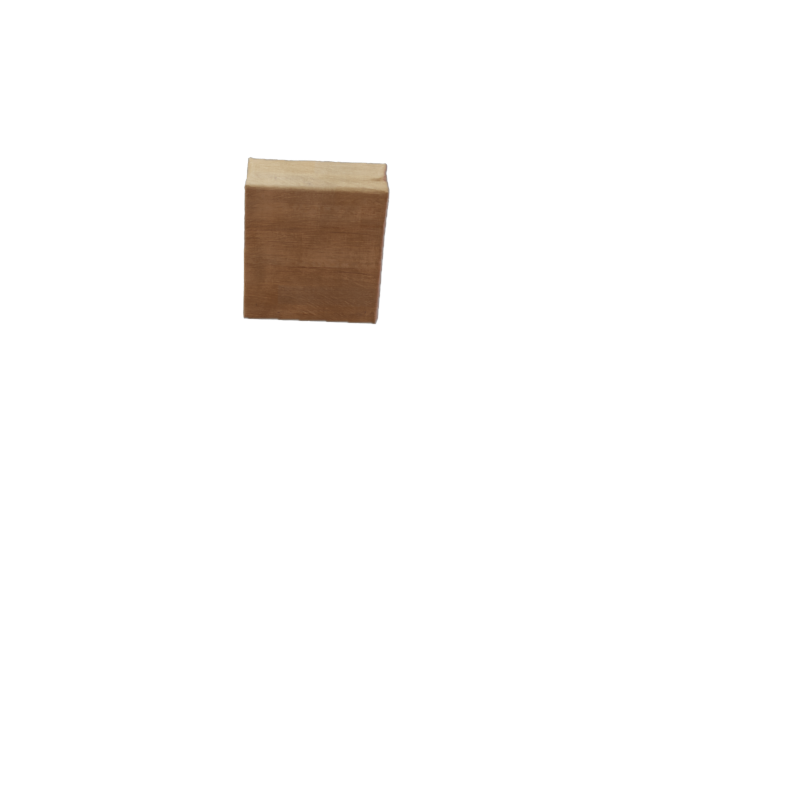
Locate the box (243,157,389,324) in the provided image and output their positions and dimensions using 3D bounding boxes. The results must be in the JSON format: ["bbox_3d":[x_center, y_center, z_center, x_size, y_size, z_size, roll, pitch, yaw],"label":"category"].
[{"bbox_3d":[-0.046,-0.083,0.584,0.073,0.084,0.032,3,37,-3],"label":"box"}]
